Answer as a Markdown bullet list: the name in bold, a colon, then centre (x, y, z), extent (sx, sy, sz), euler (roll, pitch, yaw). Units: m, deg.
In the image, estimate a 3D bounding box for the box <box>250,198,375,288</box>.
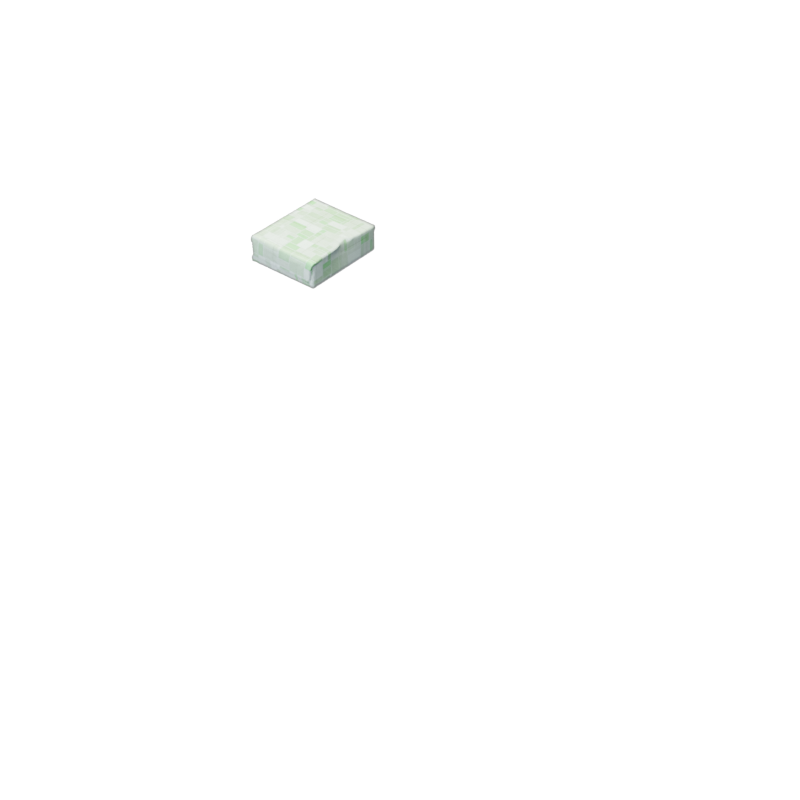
- **box**: centre (-0.078, -0.141, 0.991), extent (0.078, 0.028, 0.090), euler (27, 45, 30)
